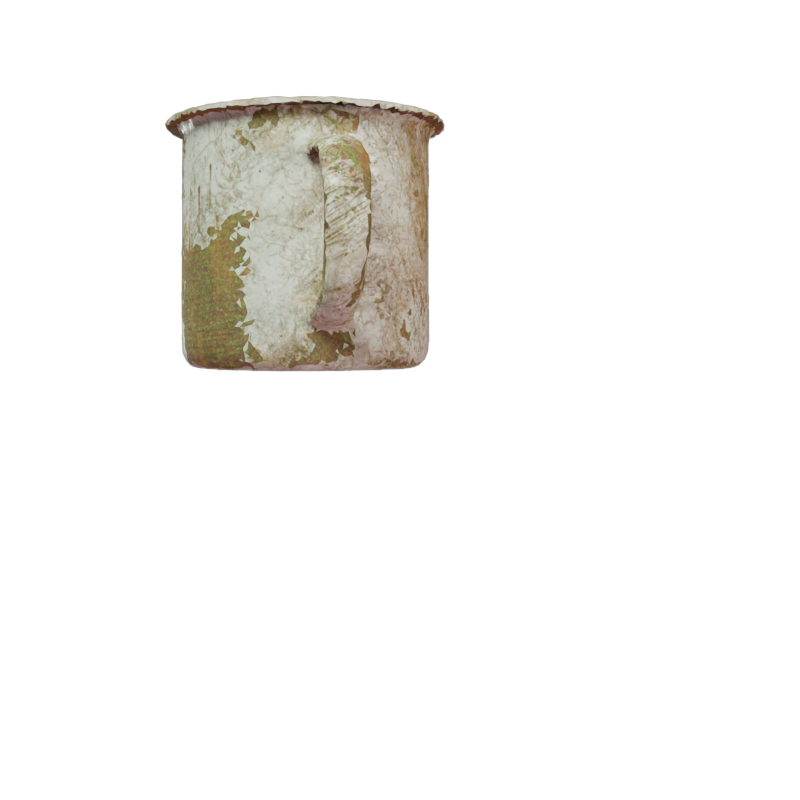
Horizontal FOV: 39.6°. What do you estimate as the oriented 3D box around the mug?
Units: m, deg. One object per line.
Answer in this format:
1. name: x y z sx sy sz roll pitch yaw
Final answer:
1. mug: -0.028 -0.051 0.357 0.091 0.082 0.119 0 1 -16
